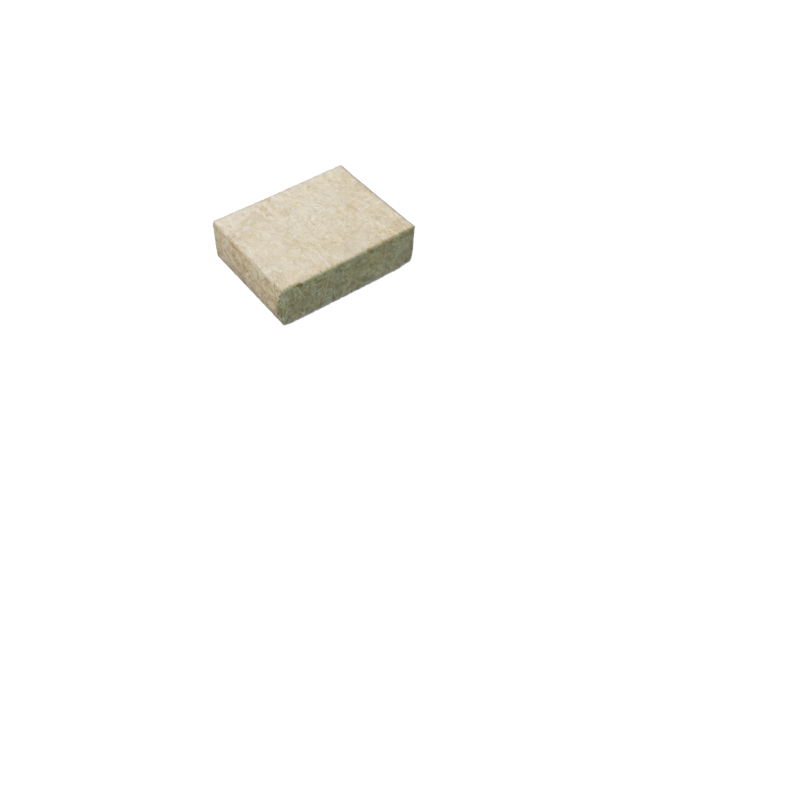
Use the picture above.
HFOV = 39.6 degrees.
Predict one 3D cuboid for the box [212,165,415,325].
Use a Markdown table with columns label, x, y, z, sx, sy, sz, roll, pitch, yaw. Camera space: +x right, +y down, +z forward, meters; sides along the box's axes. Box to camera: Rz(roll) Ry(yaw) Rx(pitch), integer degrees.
| label | x | y | z | sx | sy | sz | roll | pitch | yaw |
| --- | --- | --- | --- | --- | --- | --- | --- | --- | --- |
| box | -0.061 | -0.110 | 0.774 | 0.113 | 0.036 | 0.097 | -27 | 51 | -25 |
